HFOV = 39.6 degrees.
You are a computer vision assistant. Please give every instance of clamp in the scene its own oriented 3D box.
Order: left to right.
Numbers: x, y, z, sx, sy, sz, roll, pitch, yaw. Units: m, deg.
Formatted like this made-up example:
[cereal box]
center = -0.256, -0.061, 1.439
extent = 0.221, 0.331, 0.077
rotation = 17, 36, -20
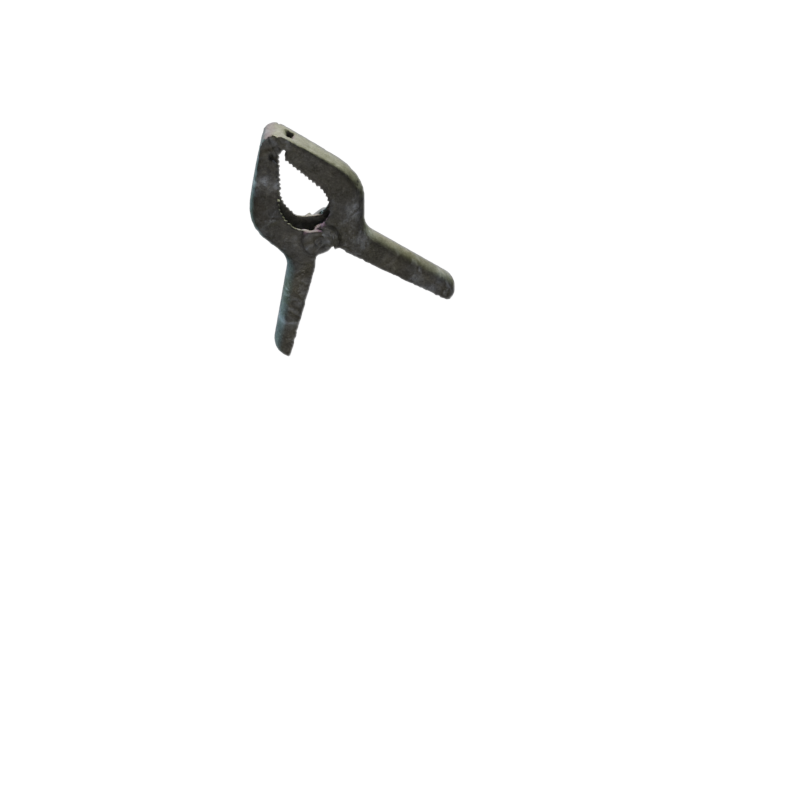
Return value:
[clamp]
center = -0.072, -0.131, 0.919
extent = 0.165, 0.197, 0.039
rotation = -26, 29, 16
